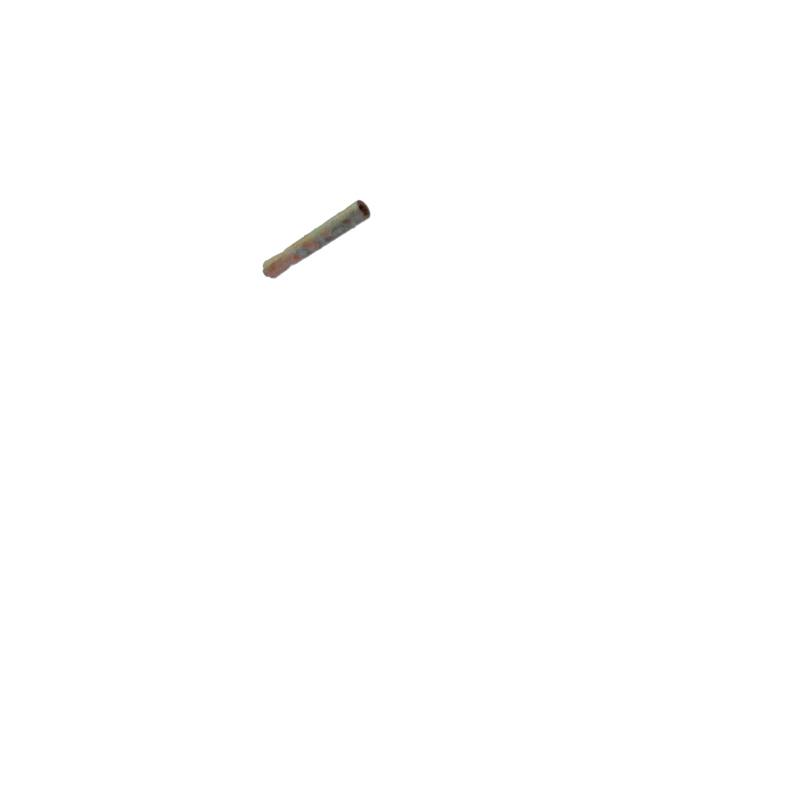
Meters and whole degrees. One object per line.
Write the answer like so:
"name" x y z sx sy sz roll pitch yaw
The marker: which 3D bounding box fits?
"marker" -0.077 -0.141 0.988 0.121 0.020 0.019 -28 -12 30
